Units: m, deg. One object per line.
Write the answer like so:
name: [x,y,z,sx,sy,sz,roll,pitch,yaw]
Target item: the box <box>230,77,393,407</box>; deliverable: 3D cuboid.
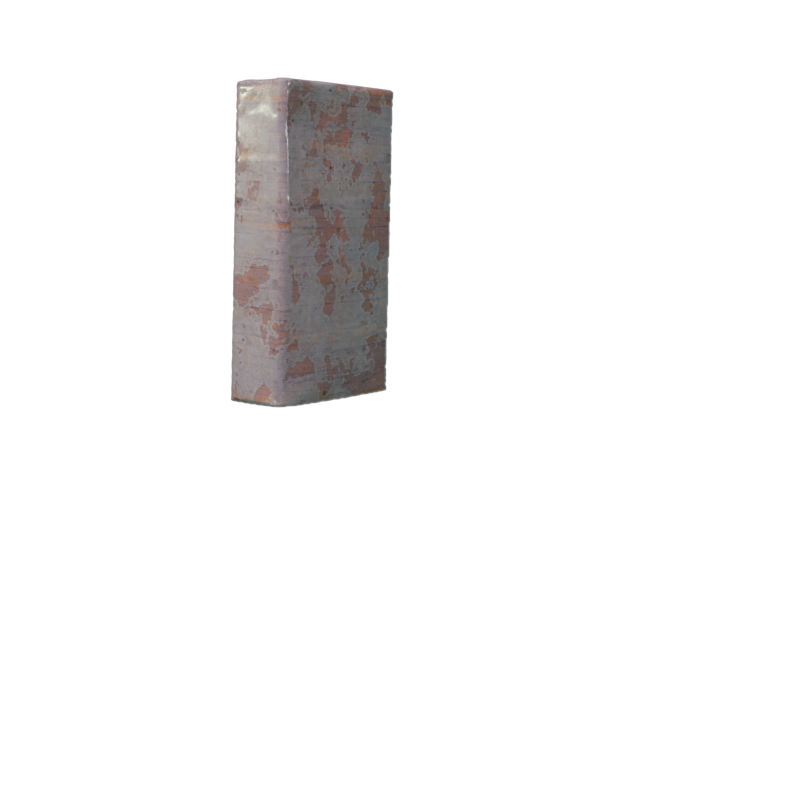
box: [-0.049,-0.089,0.624,0.050,0.176,0.090,2,3,40]
